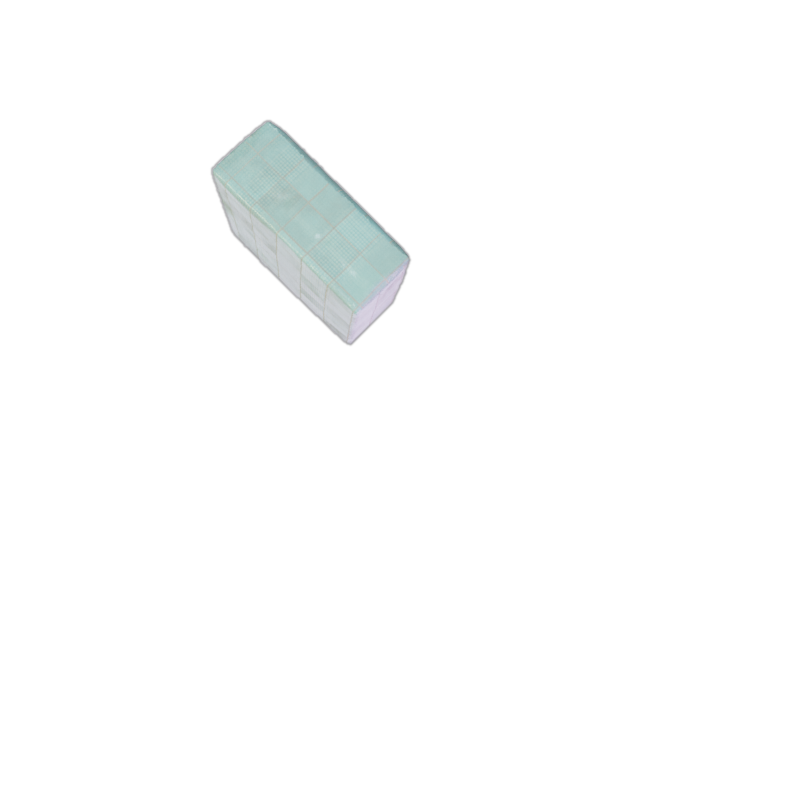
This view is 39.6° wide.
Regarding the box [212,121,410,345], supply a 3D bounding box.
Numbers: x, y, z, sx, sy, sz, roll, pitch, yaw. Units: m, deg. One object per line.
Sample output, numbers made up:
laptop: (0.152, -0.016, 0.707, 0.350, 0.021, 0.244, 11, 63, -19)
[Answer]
box: (-0.076, -0.138, 0.966, 0.072, 0.167, 0.209, -45, -3, -7)
